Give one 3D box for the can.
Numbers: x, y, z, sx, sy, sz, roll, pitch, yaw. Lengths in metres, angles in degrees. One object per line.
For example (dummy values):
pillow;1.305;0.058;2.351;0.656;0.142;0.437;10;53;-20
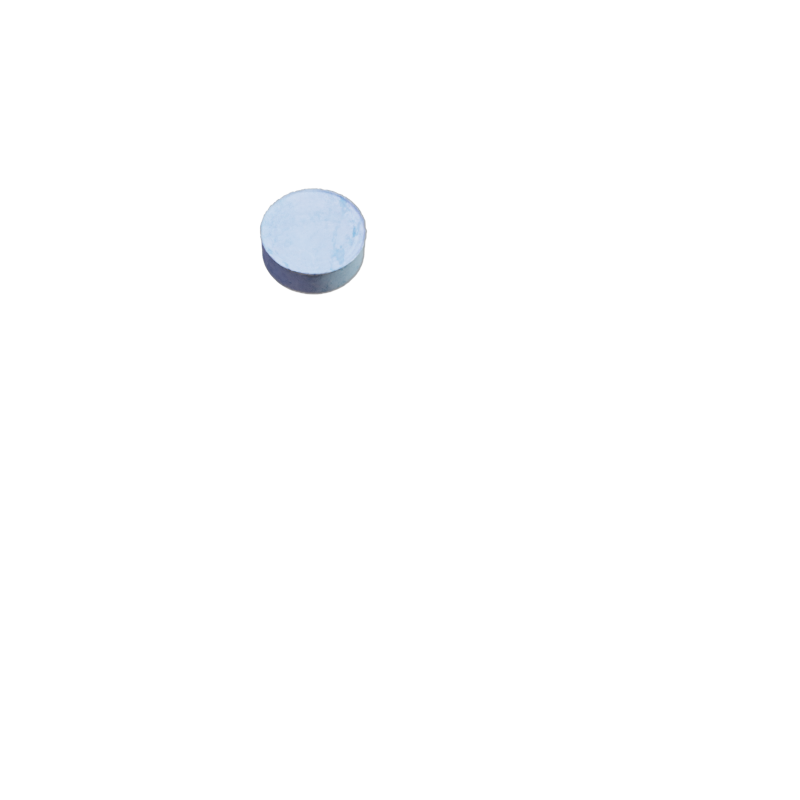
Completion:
can;-0.071;-0.129;0.902;0.086;0.092;0.031;-1;-33;-1
